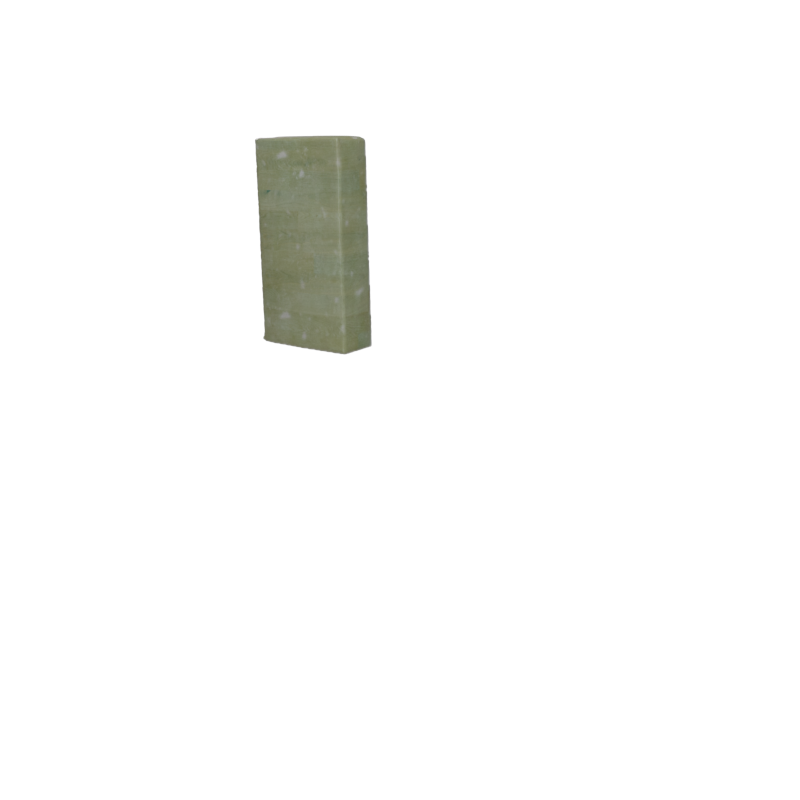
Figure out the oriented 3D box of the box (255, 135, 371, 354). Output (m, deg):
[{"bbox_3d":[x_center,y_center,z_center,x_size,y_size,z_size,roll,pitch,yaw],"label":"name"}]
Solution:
[{"bbox_3d":[-0.072,-0.132,0.927,0.098,0.174,0.047,6,8,38],"label":"box"}]
